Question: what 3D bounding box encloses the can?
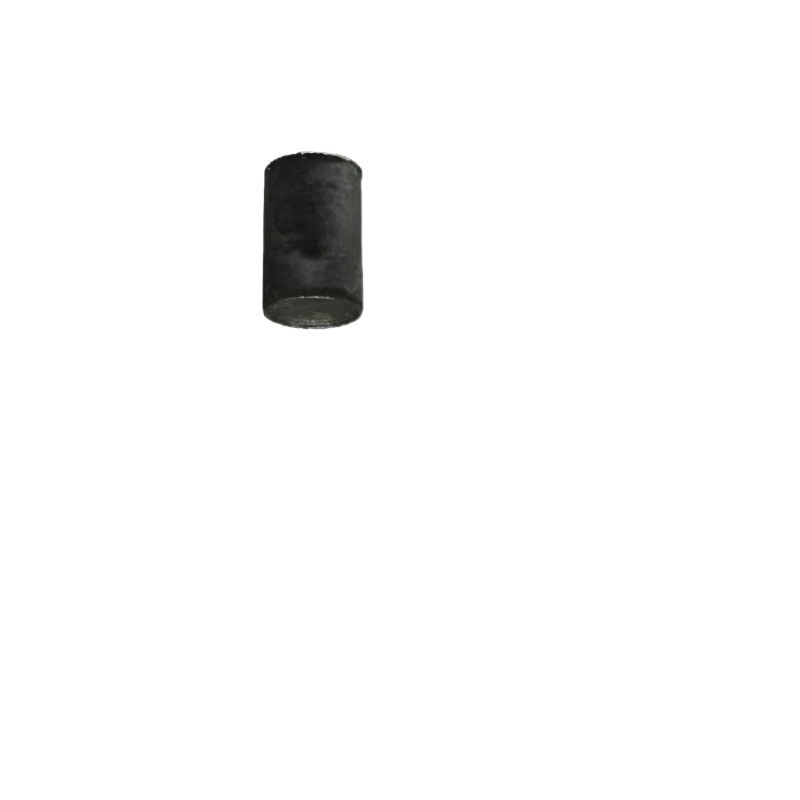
[{"bbox_3d":[-0.058,-0.106,0.740,0.068,0.107,0.065,0,-20,-2],"label":"can"}]
